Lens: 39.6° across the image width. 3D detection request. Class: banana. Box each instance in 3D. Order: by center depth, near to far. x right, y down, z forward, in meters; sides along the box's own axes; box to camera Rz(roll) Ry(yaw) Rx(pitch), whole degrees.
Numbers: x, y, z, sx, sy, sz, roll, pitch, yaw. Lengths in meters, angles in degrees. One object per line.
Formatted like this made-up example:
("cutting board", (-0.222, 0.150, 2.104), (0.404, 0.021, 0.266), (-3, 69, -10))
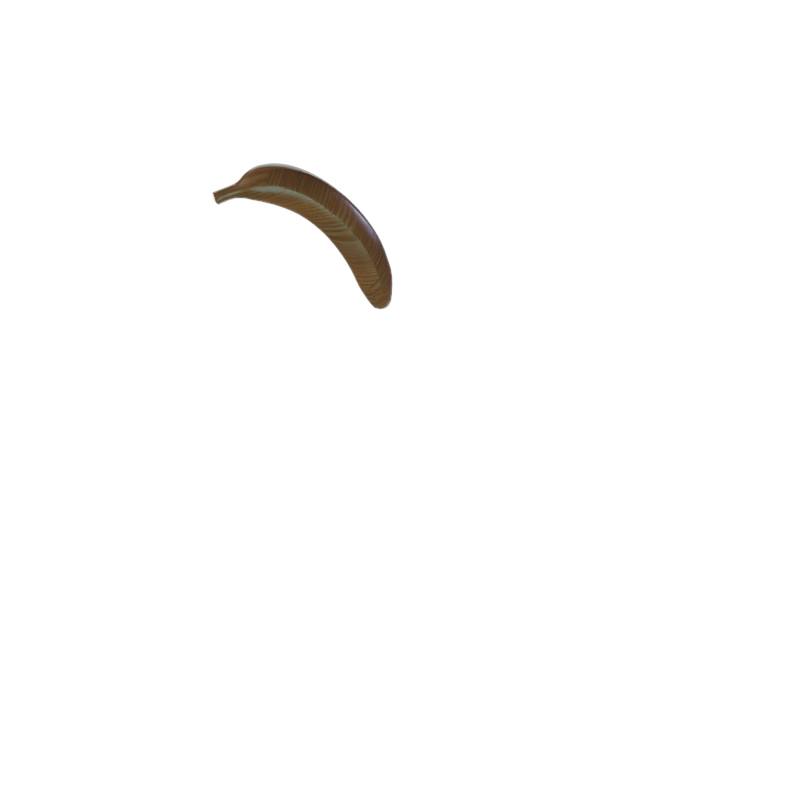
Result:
("banana", (-0.068, -0.154, 0.982), (0.188, 0.068, 0.039), (33, 29, -21))
